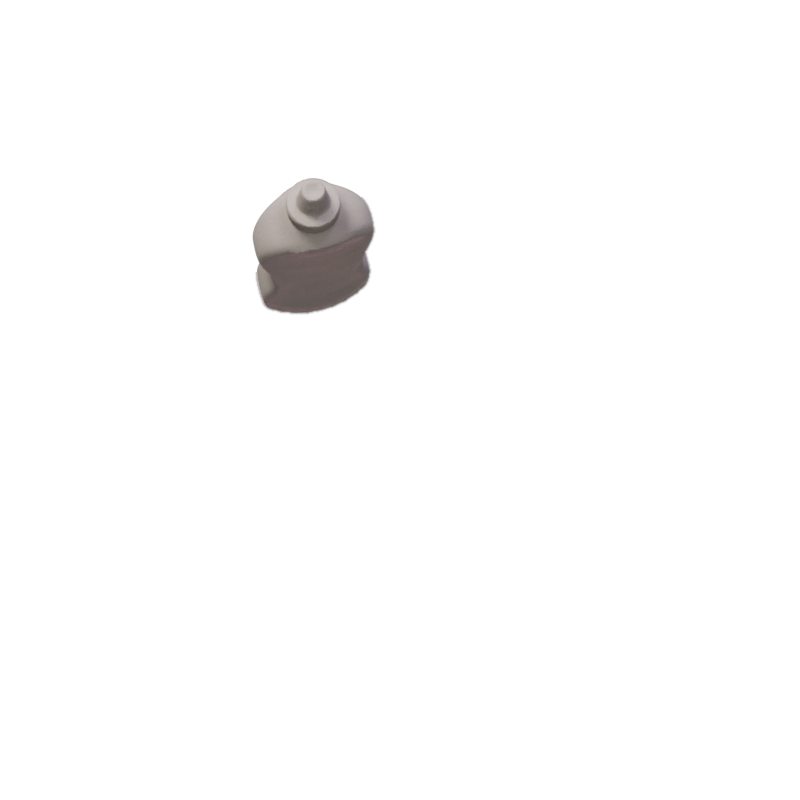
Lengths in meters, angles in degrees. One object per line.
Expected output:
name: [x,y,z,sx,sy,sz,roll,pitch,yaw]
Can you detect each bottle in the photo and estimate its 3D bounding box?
bottle: [-0.070,-0.128,0.893,0.095,0.061,0.184,-12,-14,-7]
